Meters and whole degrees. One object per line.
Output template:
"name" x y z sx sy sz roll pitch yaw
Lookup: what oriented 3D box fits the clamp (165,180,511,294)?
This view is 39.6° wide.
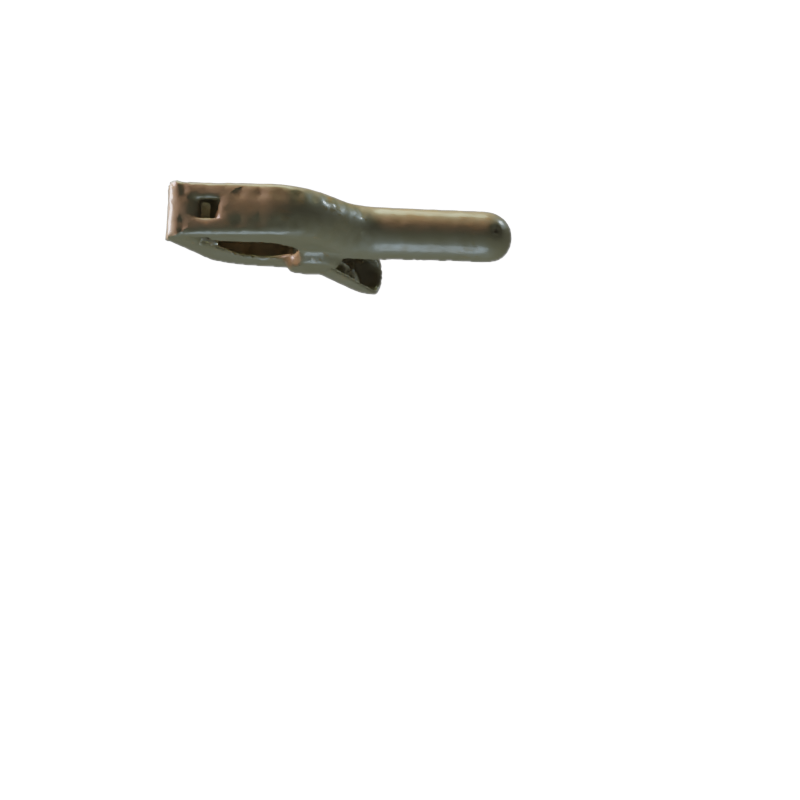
"clamp" -0.044 -0.081 0.566 0.165 0.041 0.120 7 -16 -26
